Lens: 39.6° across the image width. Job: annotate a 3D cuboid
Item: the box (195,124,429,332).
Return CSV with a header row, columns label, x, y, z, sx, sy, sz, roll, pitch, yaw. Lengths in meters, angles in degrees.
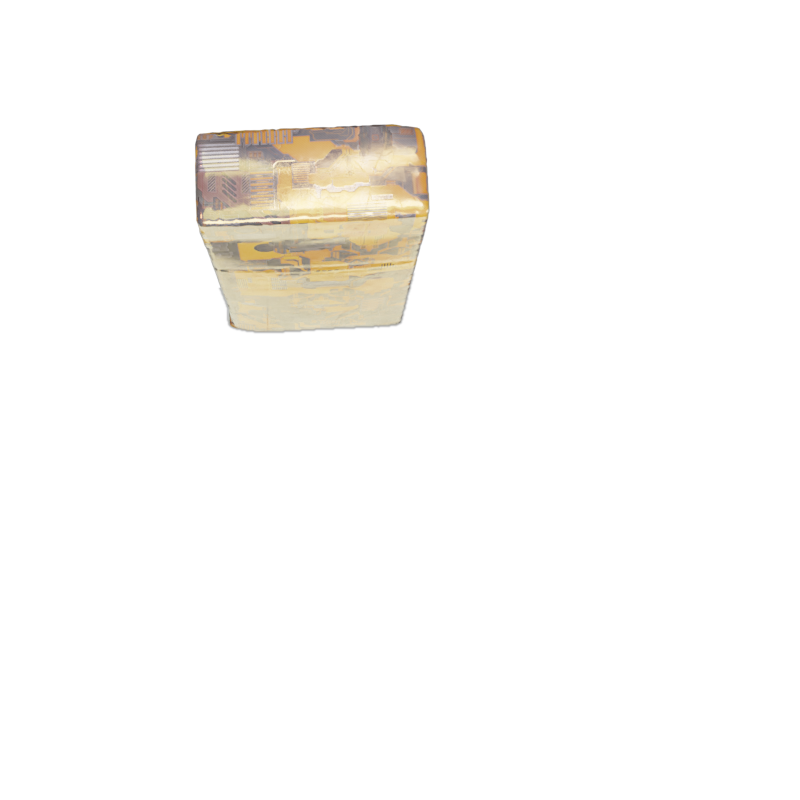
label,x,y,z,sx,sy,sz,roll,pitch,yaw
box,-0.040,-0.074,0.514,0.093,0.050,0.170,-2,-13,-4
